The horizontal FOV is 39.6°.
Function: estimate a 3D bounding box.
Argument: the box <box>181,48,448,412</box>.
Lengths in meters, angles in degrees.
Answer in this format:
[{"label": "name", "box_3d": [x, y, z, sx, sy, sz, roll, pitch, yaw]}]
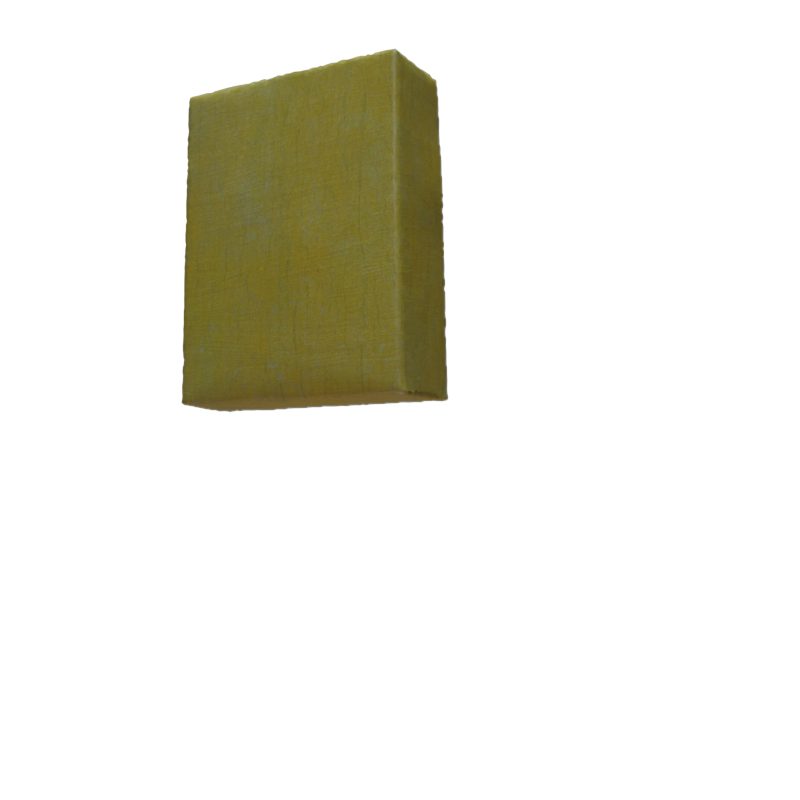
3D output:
[{"label": "box", "box_3d": [-0.057, -0.103, 0.724, 0.168, 0.220, 0.068, -6, -13, 29]}]
